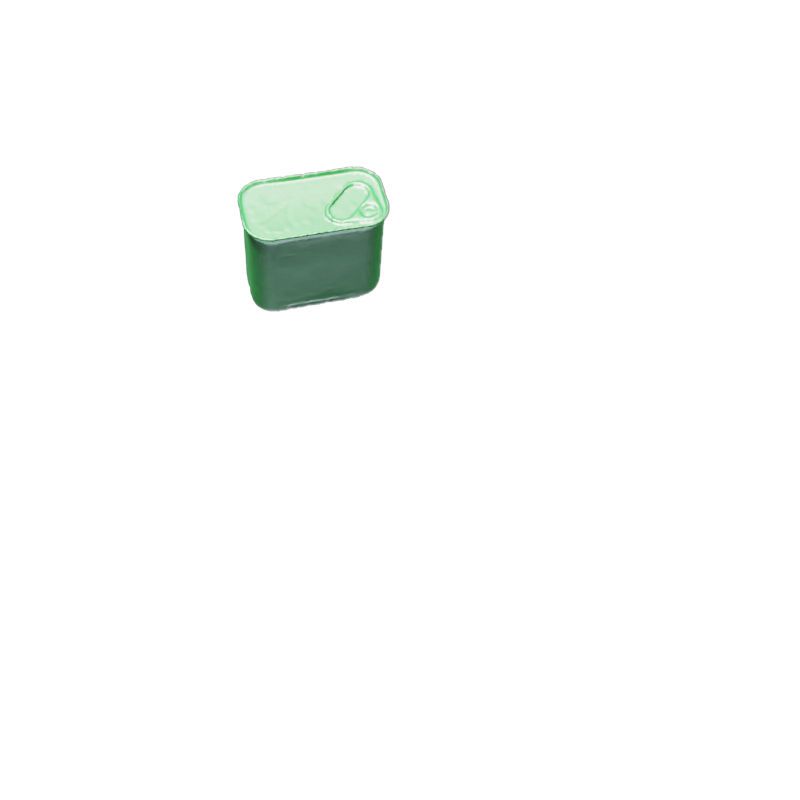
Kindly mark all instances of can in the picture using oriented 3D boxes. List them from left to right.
[{"bbox_3d":[-0.062,-0.113,0.788,0.101,0.062,0.078,-10,-36,-9],"label":"can"}]
